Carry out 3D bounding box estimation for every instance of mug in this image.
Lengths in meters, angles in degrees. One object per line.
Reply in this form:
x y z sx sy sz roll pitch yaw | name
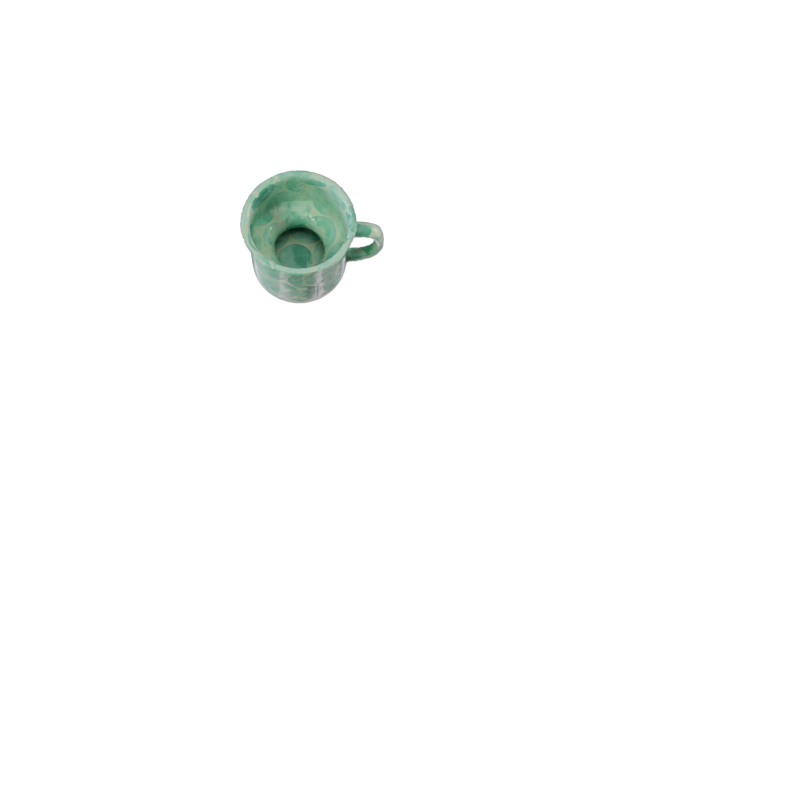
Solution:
-0.072 -0.132 0.922 0.117 0.098 0.077 -3 -21 -3 | mug
